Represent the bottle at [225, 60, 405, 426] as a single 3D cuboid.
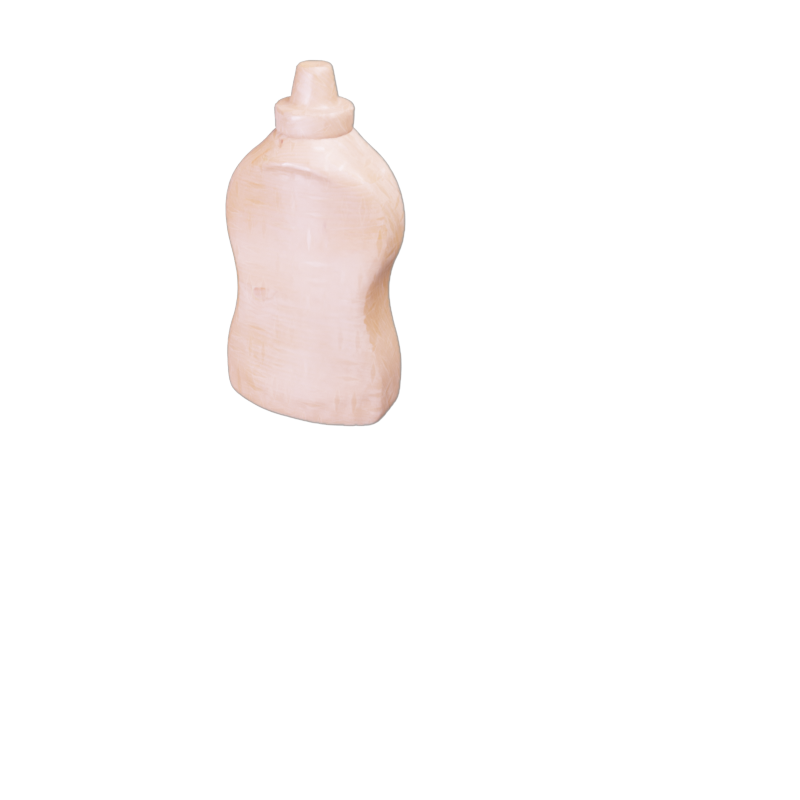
[{"bbox_3d":[-0.046,-0.084,0.588,0.100,0.182,0.059,13,27,23],"label":"bottle"}]
